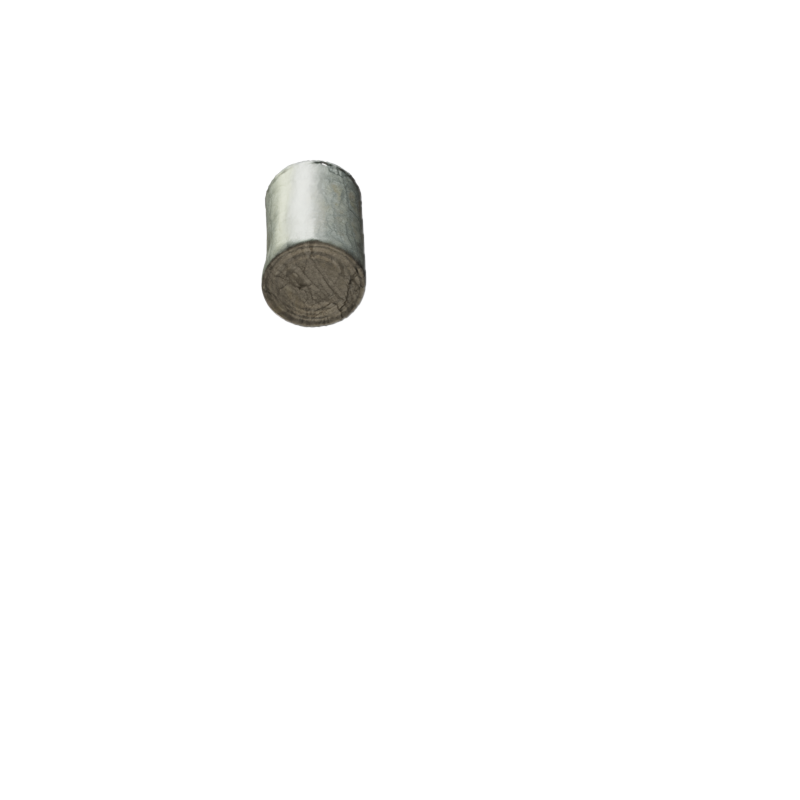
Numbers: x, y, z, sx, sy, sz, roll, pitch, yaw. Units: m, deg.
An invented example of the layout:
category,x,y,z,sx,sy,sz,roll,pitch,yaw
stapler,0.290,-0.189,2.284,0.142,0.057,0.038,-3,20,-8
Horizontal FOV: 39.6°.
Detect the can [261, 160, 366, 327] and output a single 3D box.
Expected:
category,x,y,z,sx,sy,sz,roll,pitch,yaw
can,-0.057,-0.105,0.733,0.068,0.064,0.109,-1,38,-3
